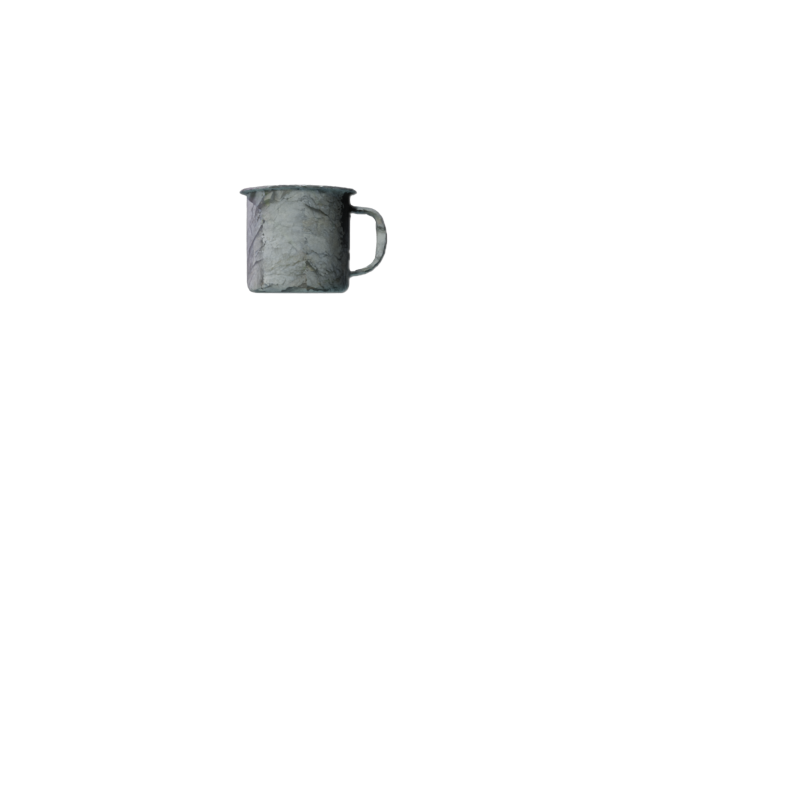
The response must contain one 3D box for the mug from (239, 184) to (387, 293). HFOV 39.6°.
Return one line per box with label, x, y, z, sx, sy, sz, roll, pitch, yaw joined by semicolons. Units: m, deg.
mug;-0.069;-0.125;0.879;0.116;0.082;0.094;0;1;-5
